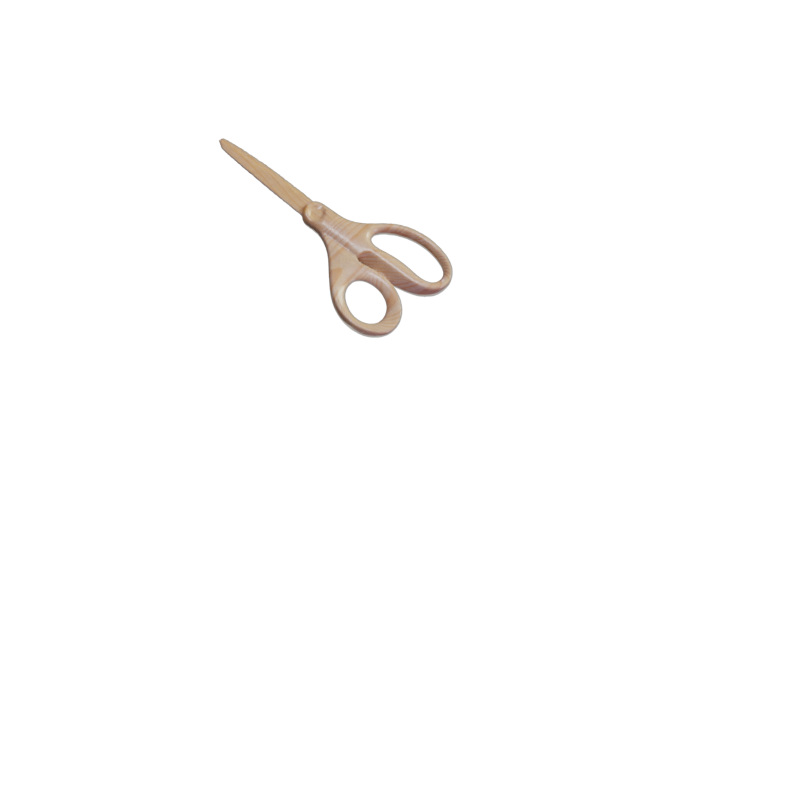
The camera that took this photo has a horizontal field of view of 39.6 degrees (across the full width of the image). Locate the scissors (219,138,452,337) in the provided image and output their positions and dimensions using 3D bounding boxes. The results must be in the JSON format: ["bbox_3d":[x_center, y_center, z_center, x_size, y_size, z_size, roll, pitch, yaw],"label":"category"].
[{"bbox_3d":[-0.062,-0.114,0.797,0.207,0.099,0.015,24,-22,11],"label":"scissors"}]
